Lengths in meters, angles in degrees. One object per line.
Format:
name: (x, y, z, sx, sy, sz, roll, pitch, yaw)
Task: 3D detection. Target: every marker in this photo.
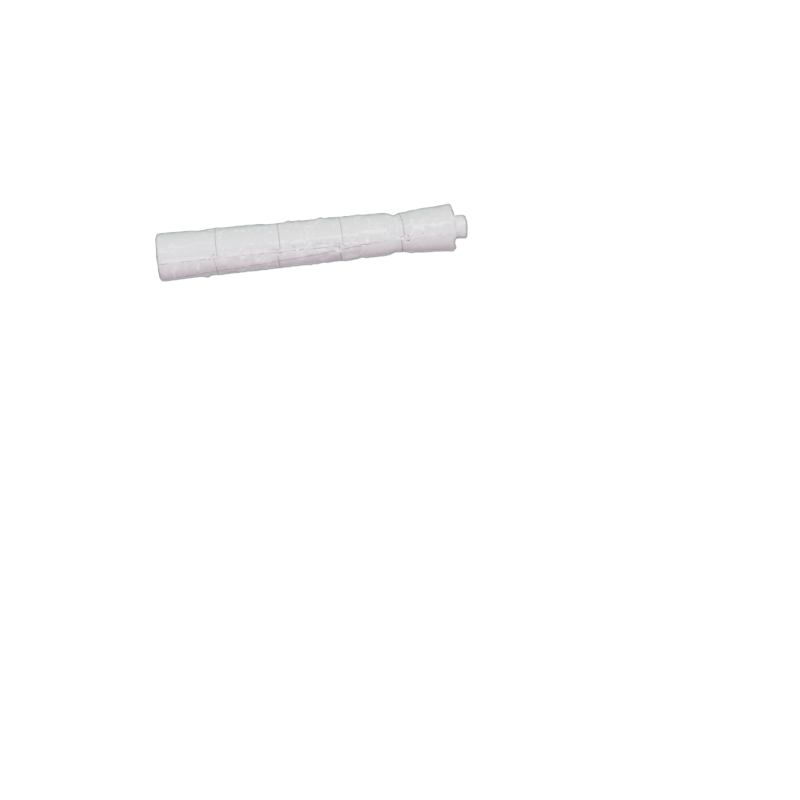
marker: (-0.034, -0.062, 0.432, 0.120, 0.020, 0.020, -6, 5, -4)
